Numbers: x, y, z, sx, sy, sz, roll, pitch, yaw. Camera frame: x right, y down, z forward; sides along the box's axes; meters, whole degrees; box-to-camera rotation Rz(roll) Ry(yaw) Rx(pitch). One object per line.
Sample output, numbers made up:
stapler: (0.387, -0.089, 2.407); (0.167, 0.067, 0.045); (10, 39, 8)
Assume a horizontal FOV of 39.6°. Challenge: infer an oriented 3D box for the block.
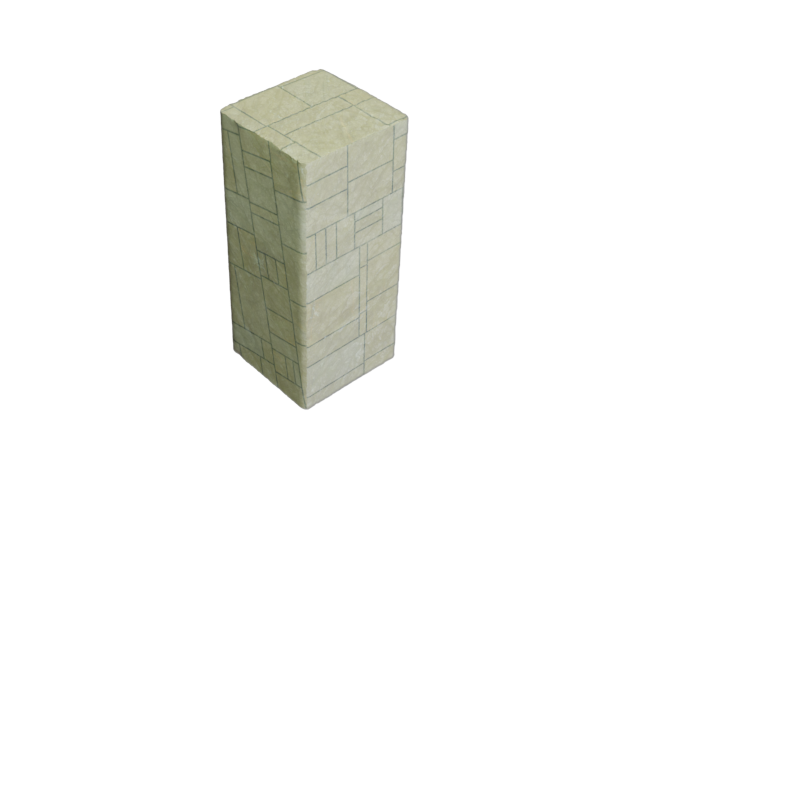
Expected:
block: (-0.060, -0.110, 0.769); (0.091, 0.192, 0.096); (-30, 50, -32)
